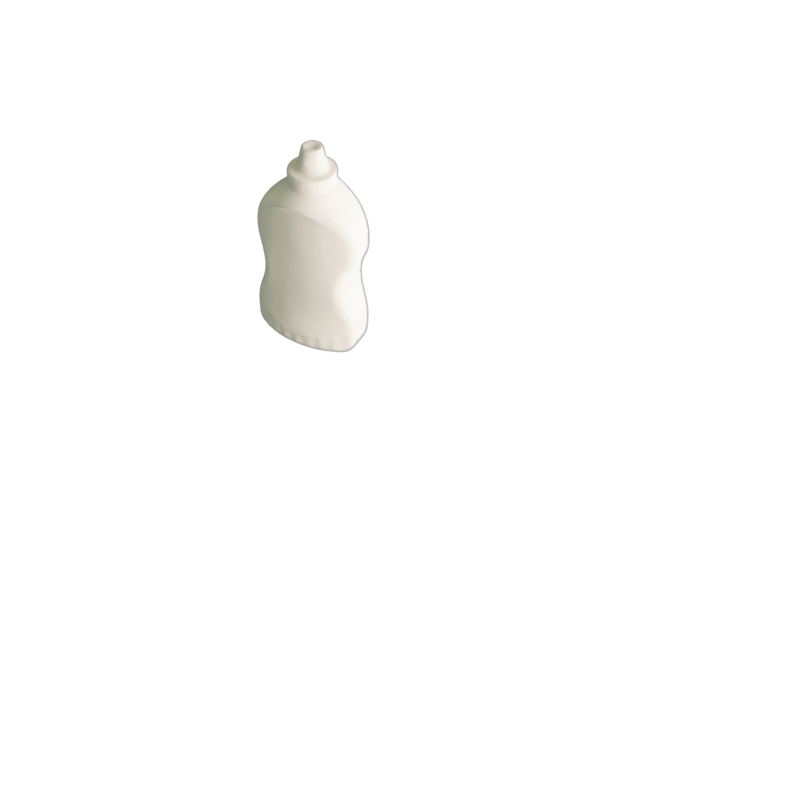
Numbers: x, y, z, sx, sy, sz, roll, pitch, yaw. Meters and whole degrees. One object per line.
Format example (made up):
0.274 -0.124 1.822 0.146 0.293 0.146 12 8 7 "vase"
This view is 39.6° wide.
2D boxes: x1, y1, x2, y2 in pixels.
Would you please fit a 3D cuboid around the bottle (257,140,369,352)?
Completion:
-0.072 -0.131 0.918 0.101 0.179 0.060 24 46 22 "bottle"
